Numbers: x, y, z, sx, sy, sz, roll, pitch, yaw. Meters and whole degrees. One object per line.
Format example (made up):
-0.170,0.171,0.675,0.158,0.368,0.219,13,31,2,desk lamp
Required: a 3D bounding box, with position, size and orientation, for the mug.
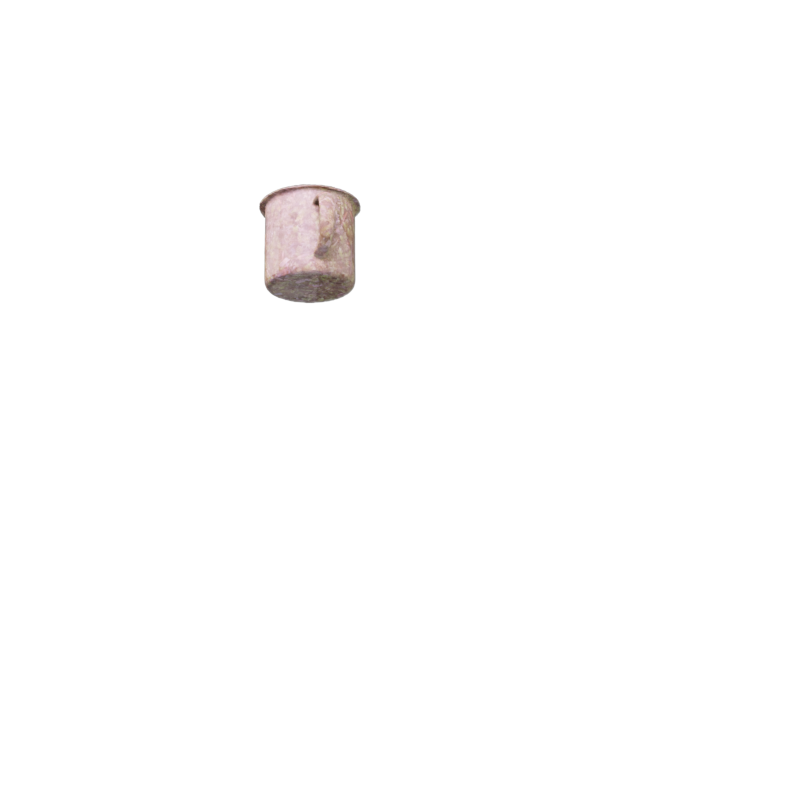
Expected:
-0.078,-0.141,0.991,0.091,0.086,0.114,6,-20,-17,mug
